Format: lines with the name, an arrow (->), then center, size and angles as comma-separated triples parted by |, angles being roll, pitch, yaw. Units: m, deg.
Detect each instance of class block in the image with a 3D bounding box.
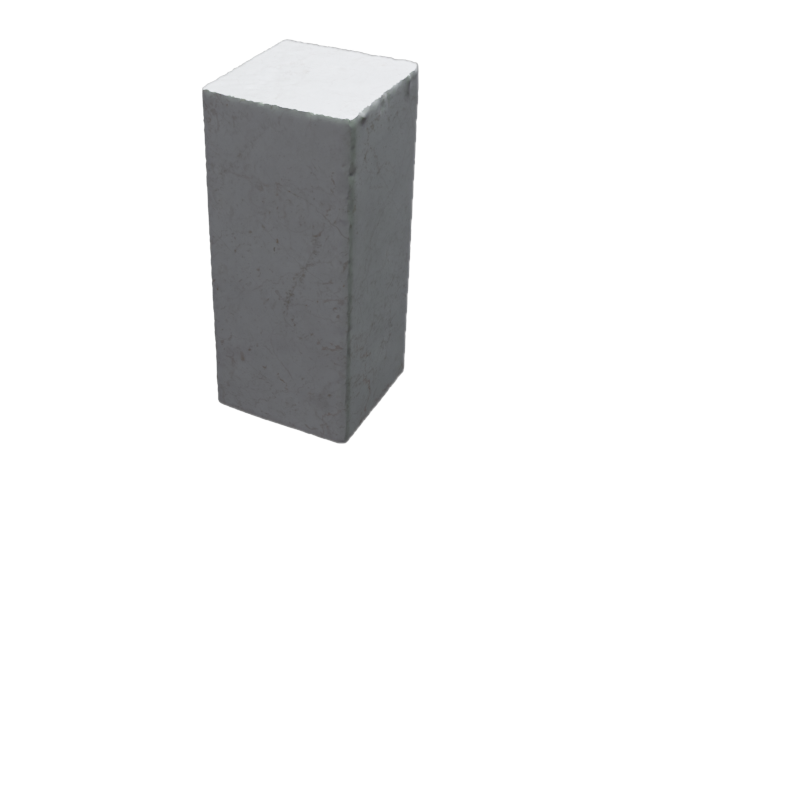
block -> -0.050, -0.092, 0.643 | 0.094, 0.194, 0.093 | 16, 35, 21
